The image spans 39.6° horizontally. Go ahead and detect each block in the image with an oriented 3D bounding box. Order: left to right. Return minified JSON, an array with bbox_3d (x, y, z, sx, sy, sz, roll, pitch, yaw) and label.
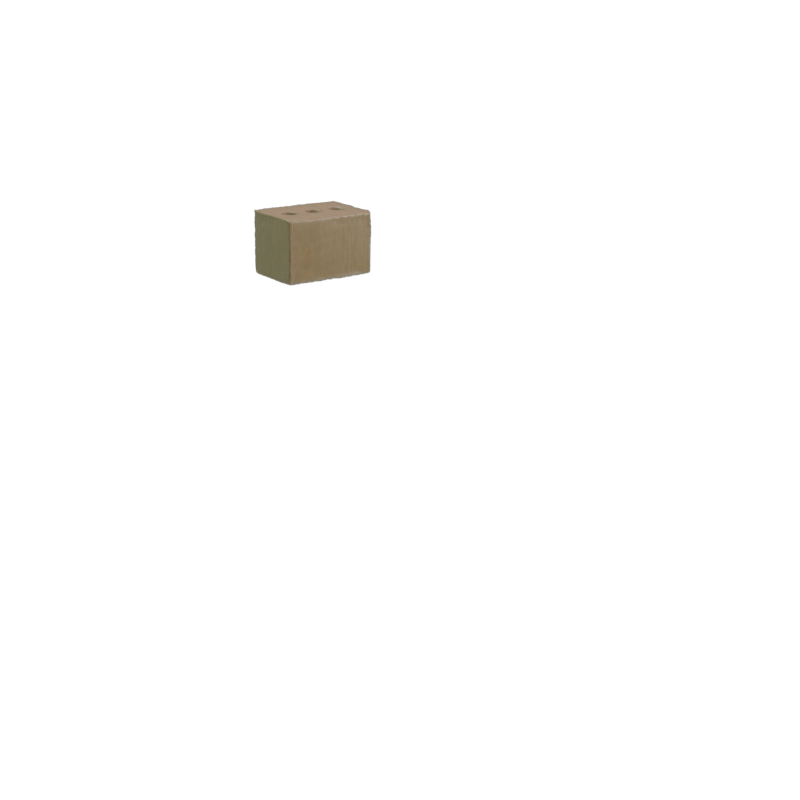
[{"bbox_3d":[-0.068,-0.123,0.865,0.076,0.050,0.056,-12,20,-34],"label":"block"}]
